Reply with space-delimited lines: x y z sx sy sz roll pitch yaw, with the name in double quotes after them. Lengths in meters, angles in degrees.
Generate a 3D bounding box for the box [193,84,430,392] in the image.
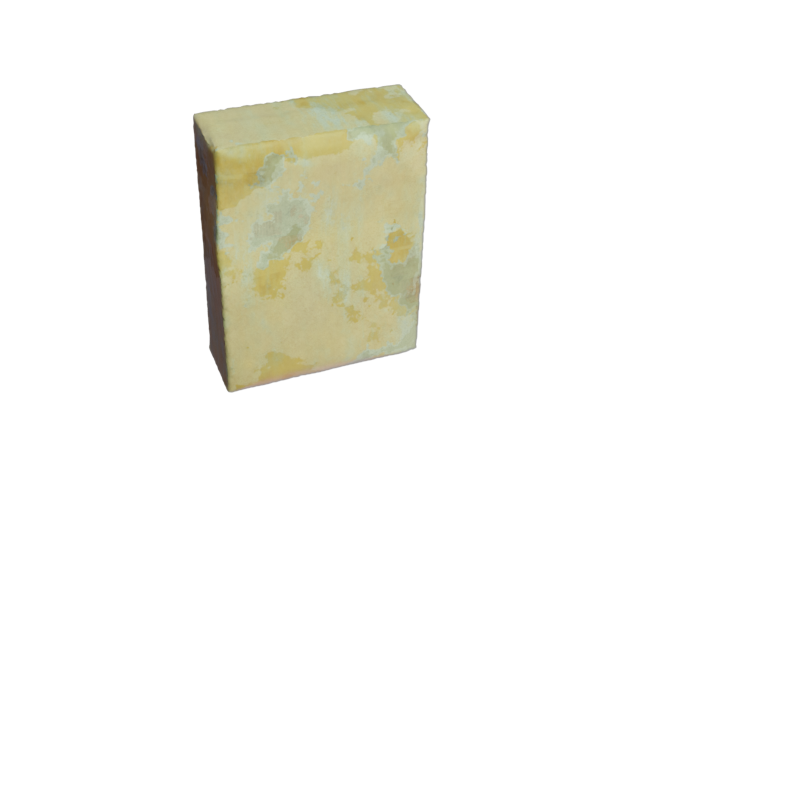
-0.066 -0.121 0.847 0.162 0.200 0.078 -11 38 -17 "box"
